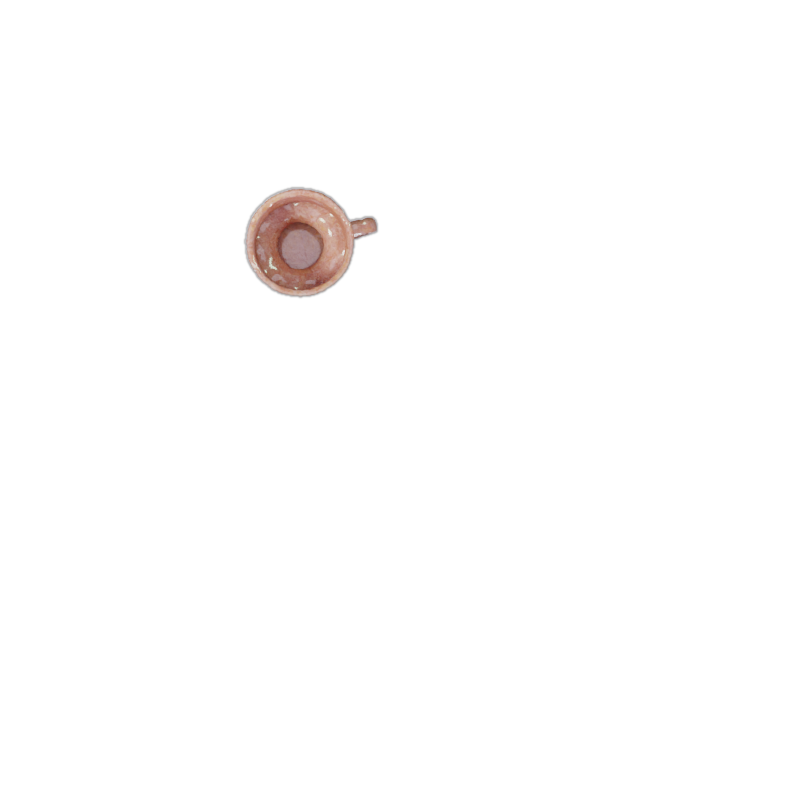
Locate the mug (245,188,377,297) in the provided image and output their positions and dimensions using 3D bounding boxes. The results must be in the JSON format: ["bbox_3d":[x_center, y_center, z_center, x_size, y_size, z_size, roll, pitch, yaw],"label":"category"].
[{"bbox_3d":[-0.077,-0.141,0.985,0.117,0.094,0.081,-18,0,-2],"label":"mug"}]
